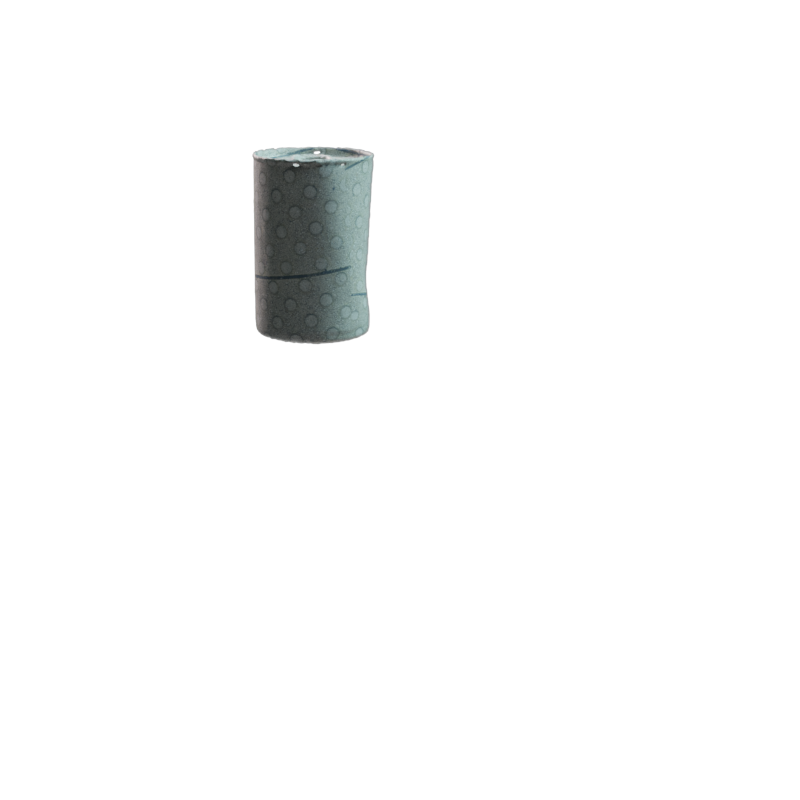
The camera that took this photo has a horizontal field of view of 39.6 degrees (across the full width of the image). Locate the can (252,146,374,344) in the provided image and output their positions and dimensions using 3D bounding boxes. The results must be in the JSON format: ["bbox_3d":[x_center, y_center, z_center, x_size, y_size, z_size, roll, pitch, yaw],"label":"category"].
[{"bbox_3d":[-0.049,-0.090,0.629,0.068,0.099,0.071,0,14,-2],"label":"can"}]
